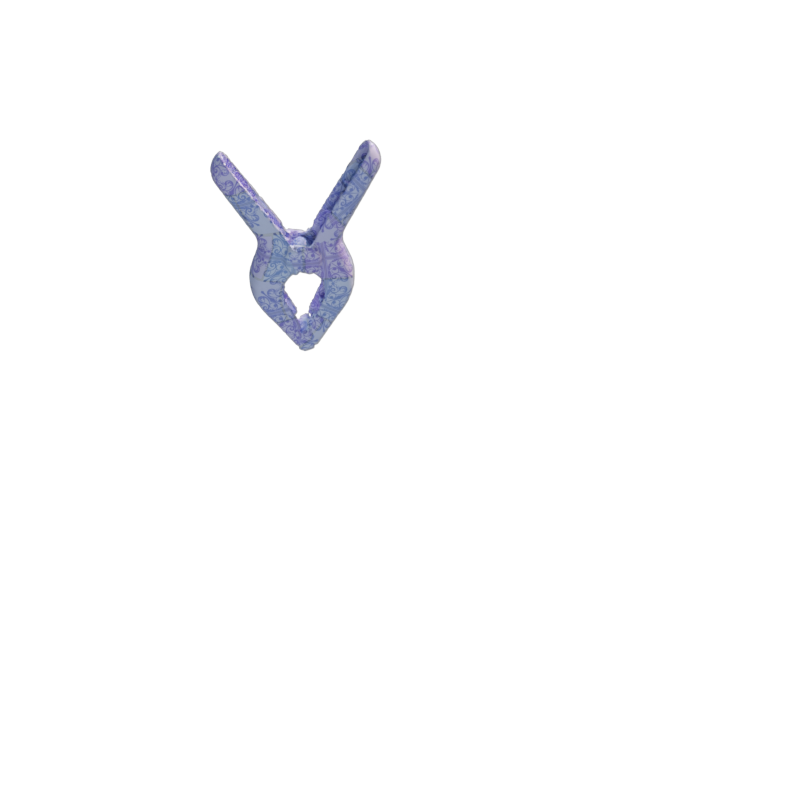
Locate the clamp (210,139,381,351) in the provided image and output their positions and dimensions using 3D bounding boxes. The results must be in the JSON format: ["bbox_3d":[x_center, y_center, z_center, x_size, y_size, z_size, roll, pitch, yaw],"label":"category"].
[{"bbox_3d":[-0.064,-0.117,0.820,0.121,0.160,0.042,-8,34,5],"label":"clamp"}]
